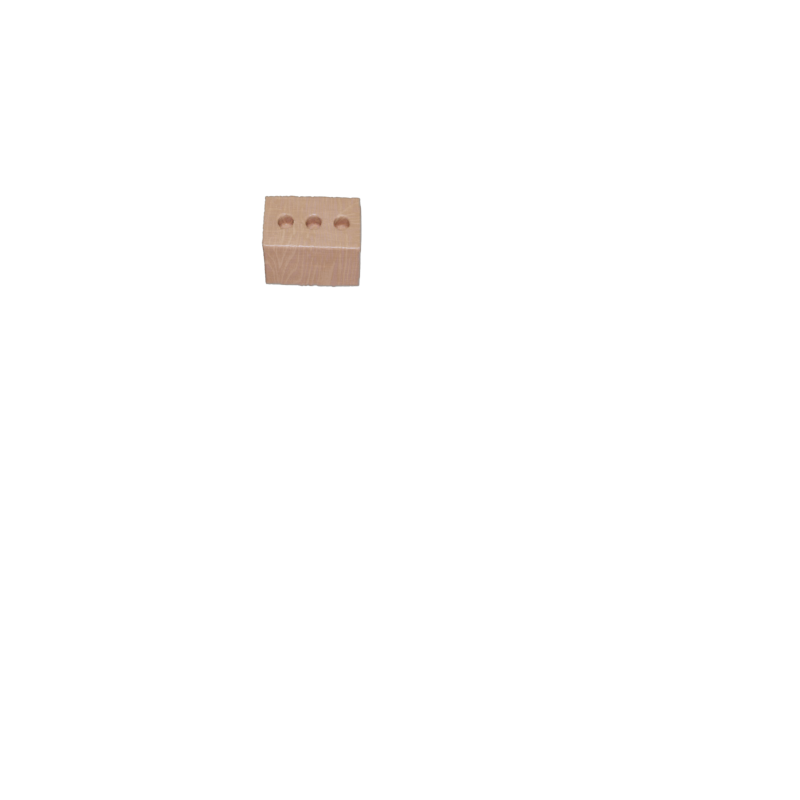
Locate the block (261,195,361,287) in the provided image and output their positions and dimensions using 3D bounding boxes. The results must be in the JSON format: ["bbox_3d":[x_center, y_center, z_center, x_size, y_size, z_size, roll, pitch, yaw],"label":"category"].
[{"bbox_3d":[-0.069,-0.125,0.878,0.078,0.056,0.048,1,-35,-1],"label":"block"}]
